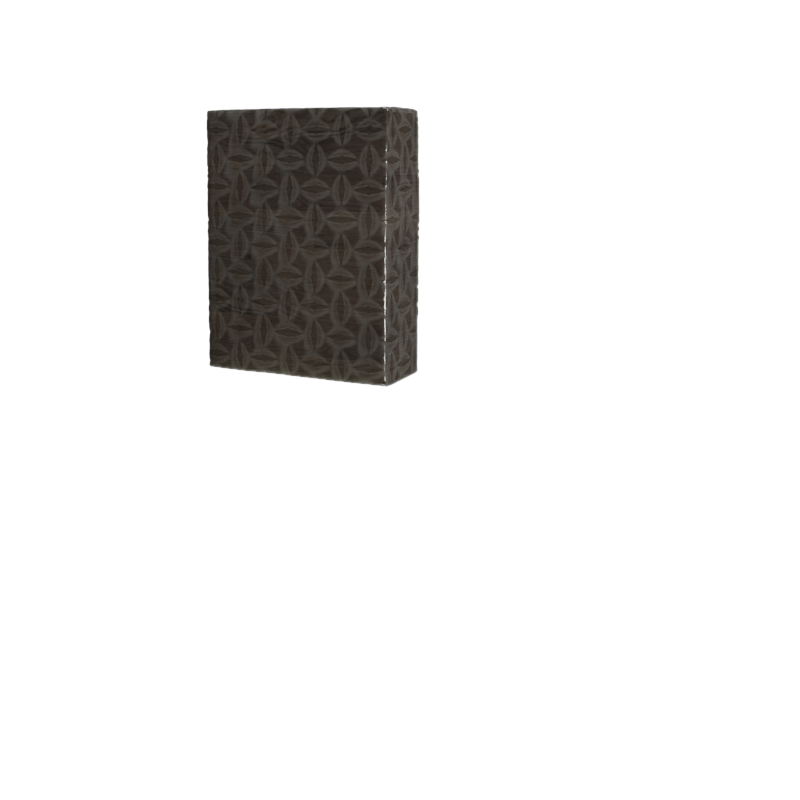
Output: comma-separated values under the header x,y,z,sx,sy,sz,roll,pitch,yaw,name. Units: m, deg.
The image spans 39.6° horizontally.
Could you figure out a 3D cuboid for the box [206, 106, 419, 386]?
x,y,z,sx,sy,sz,roll,pitch,yaw,name
-0.070,-0.128,0.898,0.170,0.211,0.070,4,7,26,box
